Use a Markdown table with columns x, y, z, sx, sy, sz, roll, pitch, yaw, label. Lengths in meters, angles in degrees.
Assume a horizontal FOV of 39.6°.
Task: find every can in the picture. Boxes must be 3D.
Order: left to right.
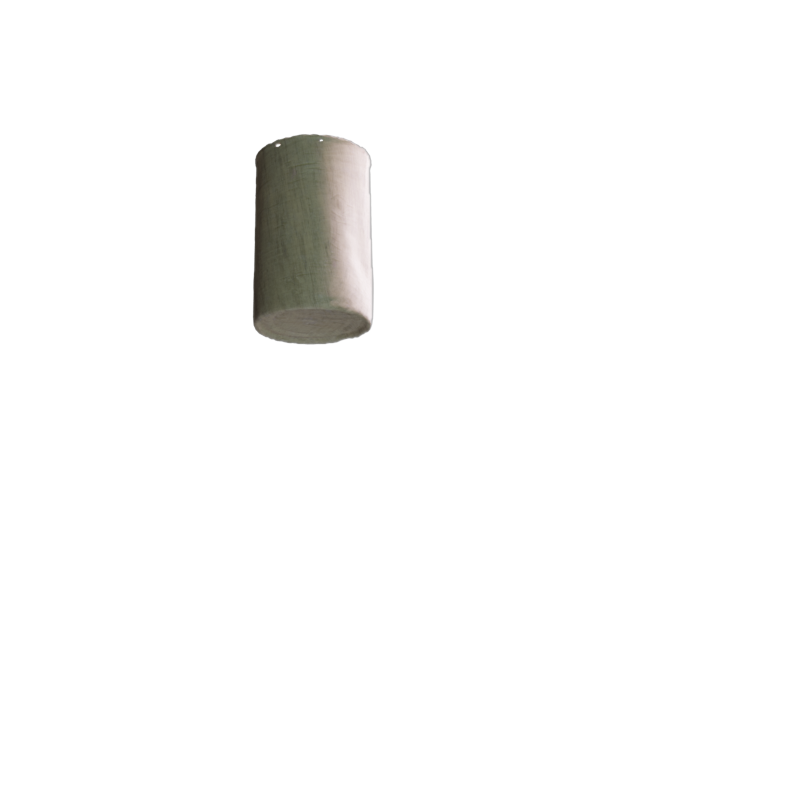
| x | y | z | sx | sy | sz | roll | pitch | yaw | label |
| --- | --- | --- | --- | --- | --- | --- | --- | --- | --- |
| -0.049 | -0.089 | 0.627 | 0.068 | 0.107 | 0.065 | 0 | -20 | -2 | can |
